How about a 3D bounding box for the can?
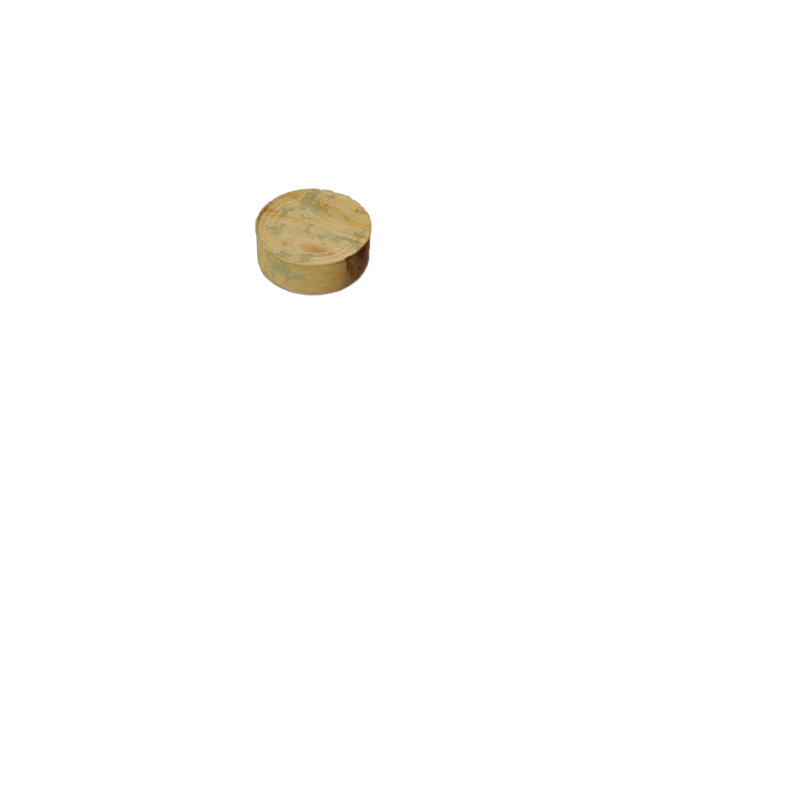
[{"bbox_3d":[-0.064,-0.117,0.821,0.086,0.092,0.031,-1,-45,-1],"label":"can"}]
